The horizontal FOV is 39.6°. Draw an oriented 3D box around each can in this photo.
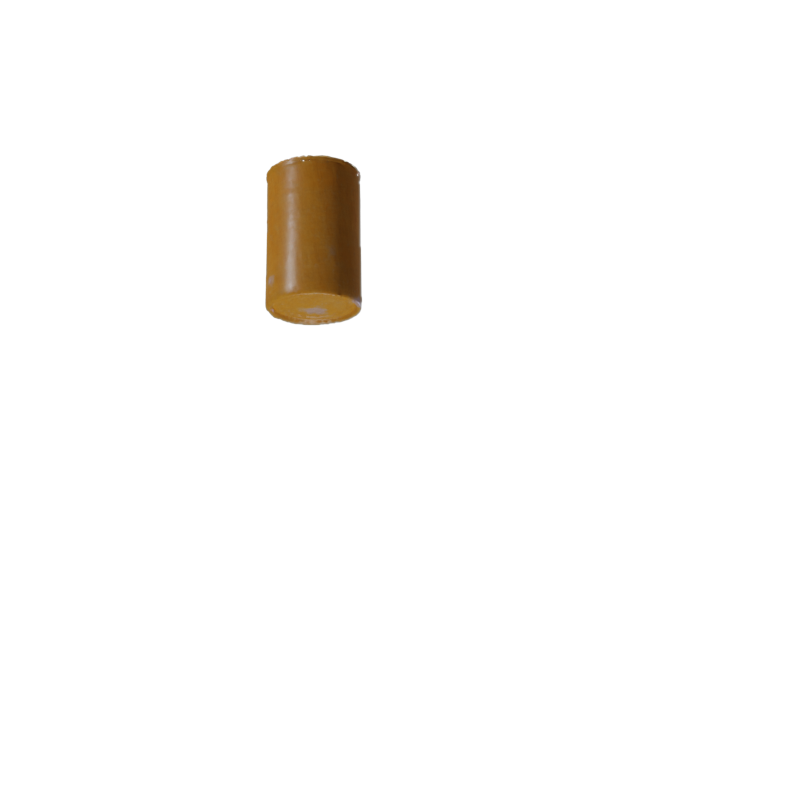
[{"bbox_3d":[-0.061,-0.111,0.776,0.068,0.107,0.065,0,-20,-2],"label":"can"}]
